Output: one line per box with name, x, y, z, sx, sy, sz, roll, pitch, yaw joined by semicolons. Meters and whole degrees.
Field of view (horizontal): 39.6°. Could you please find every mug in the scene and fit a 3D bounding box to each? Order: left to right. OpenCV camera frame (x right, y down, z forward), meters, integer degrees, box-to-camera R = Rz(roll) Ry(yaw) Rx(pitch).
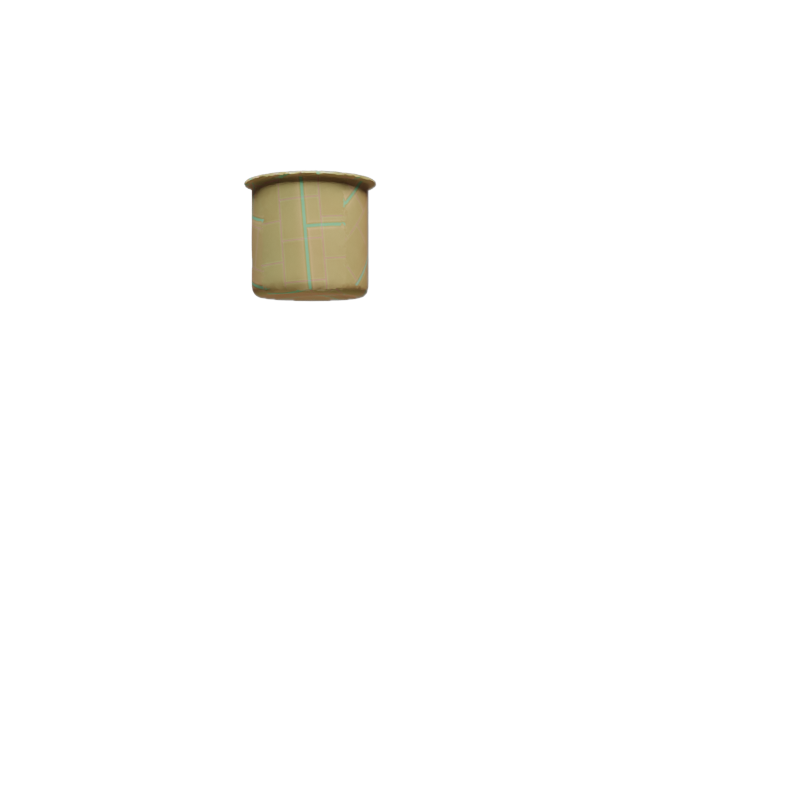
mug;-0.062;-0.113;0.789;0.094;0.083;0.115;-1;-2;8
